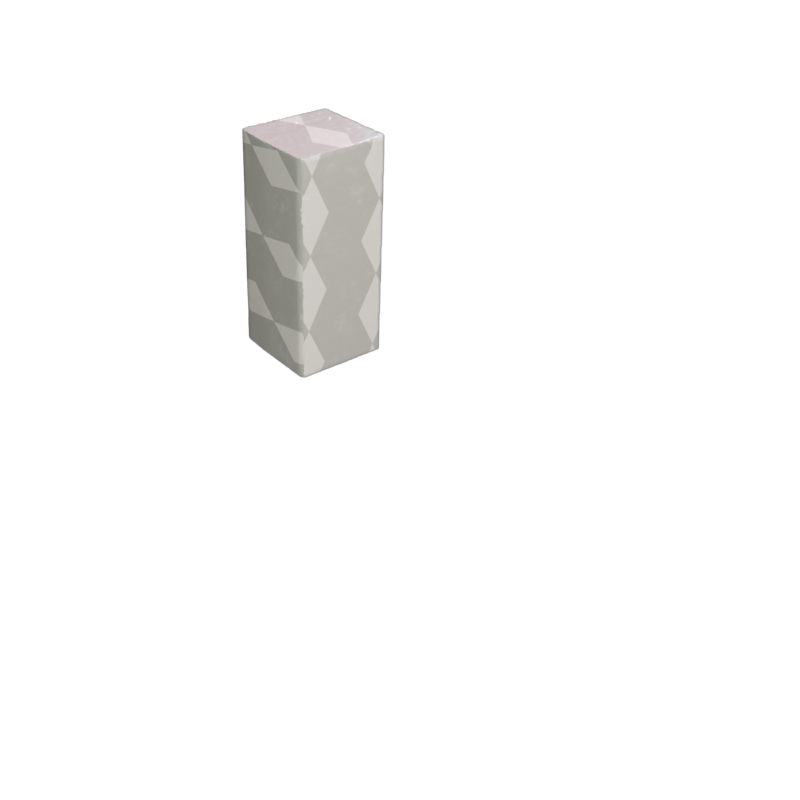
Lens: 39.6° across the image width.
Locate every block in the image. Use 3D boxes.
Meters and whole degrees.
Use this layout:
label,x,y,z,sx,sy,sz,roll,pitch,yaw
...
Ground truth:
label,x,y,z,sx,sy,sz,roll,pitch,yaw
block,-0.076,-0.138,0.970,0.089,0.195,0.097,-19,35,-33
